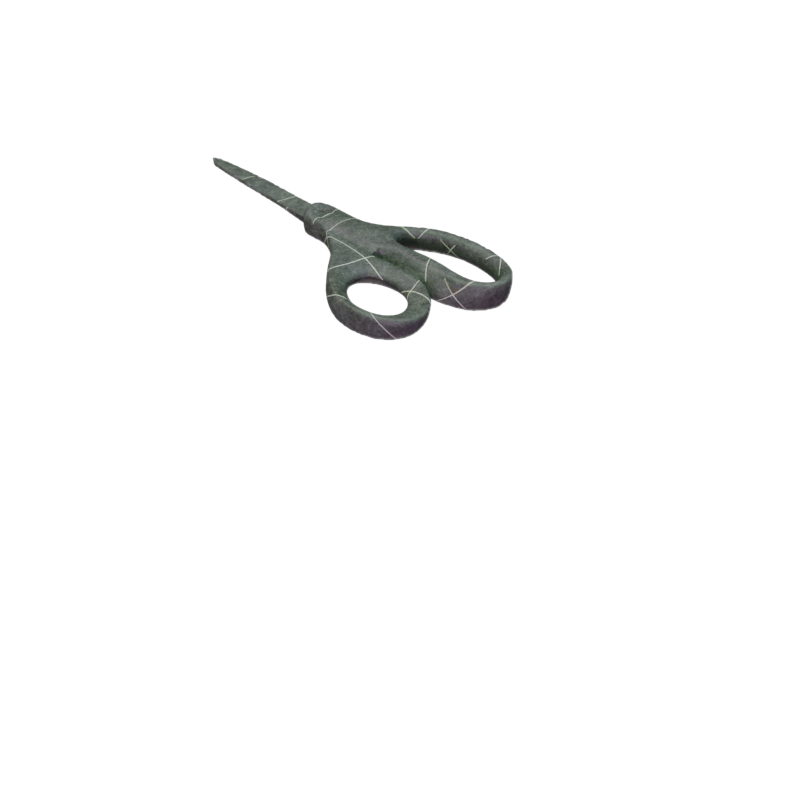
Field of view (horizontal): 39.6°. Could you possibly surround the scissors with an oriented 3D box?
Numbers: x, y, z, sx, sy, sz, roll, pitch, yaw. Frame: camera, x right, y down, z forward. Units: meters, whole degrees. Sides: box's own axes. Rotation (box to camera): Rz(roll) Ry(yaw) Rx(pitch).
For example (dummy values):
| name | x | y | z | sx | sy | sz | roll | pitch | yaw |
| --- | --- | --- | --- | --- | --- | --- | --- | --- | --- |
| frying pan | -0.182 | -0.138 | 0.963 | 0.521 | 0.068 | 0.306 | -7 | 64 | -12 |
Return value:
| name | x | y | z | sx | sy | sz | roll | pitch | yaw |
| --- | --- | --- | --- | --- | --- | --- | --- | --- | --- |
| scissors | -0.043 | -0.079 | 0.555 | 0.212 | 0.015 | 0.097 | 22 | 41 | 27 |
